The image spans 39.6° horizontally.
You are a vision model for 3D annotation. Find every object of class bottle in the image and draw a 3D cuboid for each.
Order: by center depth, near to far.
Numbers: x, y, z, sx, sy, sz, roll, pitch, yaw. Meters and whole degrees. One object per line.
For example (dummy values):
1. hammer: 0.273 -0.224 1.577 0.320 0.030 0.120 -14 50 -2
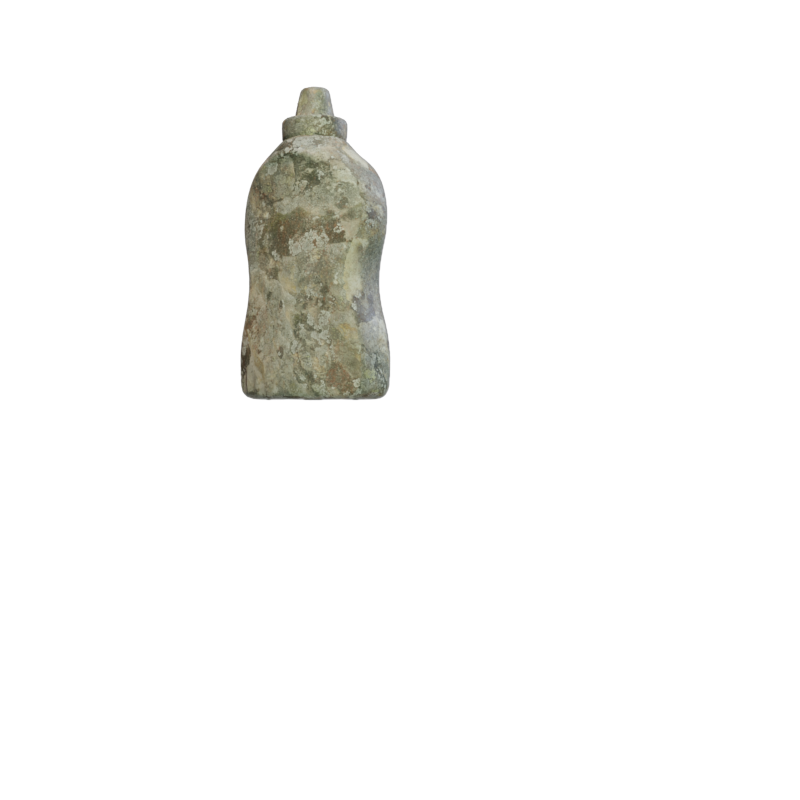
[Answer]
1. bottle: -0.053 -0.097 0.679 0.099 0.195 0.056 -5 -9 39
